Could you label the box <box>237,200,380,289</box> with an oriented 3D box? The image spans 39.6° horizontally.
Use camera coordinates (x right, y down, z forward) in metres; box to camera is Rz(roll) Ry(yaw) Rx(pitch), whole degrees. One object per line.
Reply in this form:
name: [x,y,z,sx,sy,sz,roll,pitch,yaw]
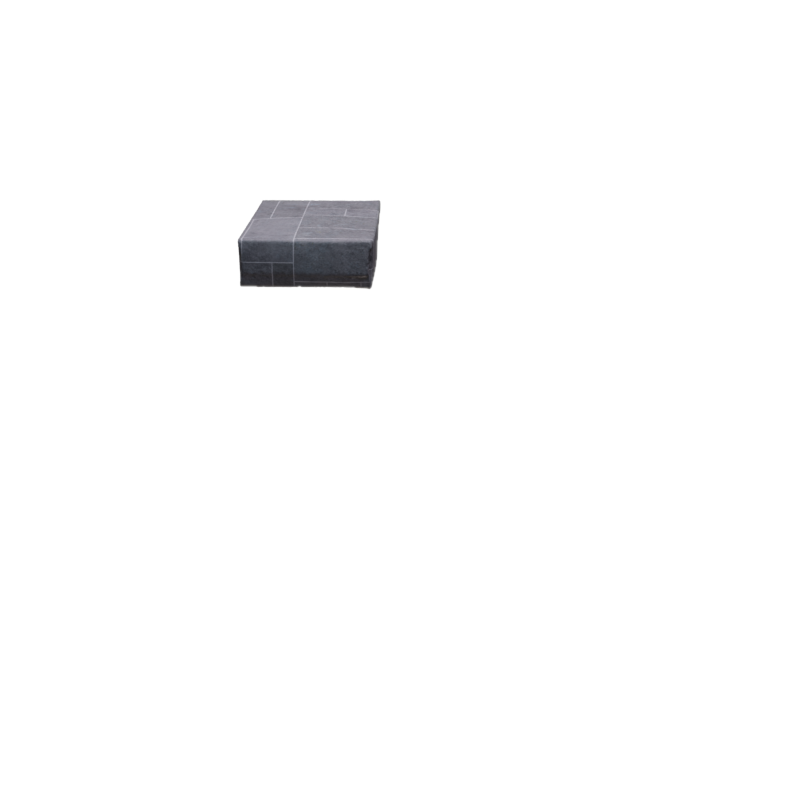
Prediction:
box: [-0.061,-0.111,0.778,0.090,0.037,0.117,1,21,3]
